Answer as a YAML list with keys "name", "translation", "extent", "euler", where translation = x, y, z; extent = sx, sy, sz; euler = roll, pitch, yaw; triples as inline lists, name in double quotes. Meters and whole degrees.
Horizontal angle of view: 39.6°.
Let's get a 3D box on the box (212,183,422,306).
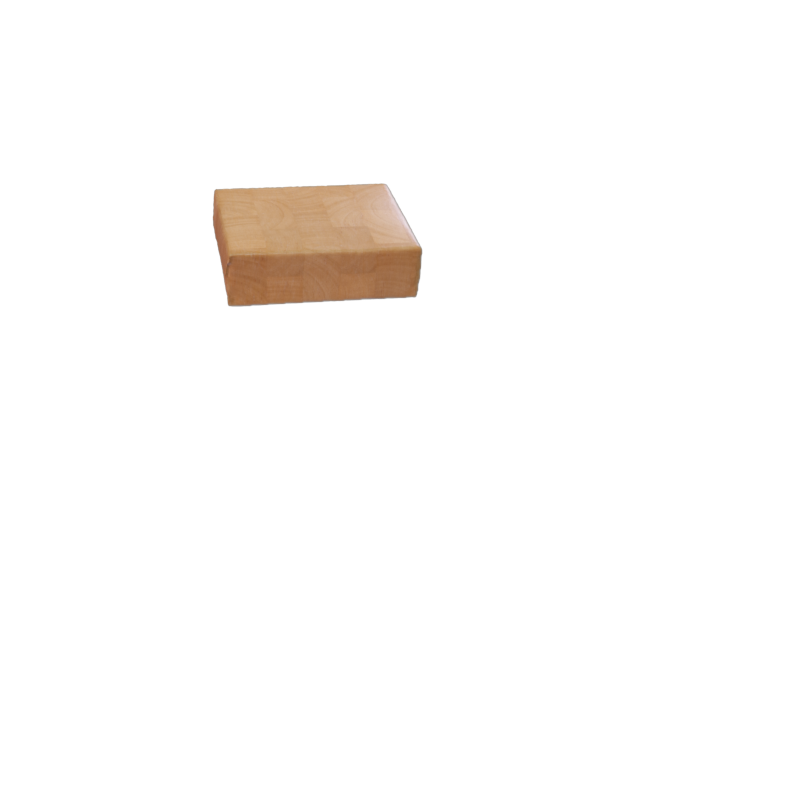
- name: "box"
  translation: [-0.052, -0.094, 0.659]
  extent: [0.112, 0.037, 0.096]
  euler: [-6, 32, -10]
